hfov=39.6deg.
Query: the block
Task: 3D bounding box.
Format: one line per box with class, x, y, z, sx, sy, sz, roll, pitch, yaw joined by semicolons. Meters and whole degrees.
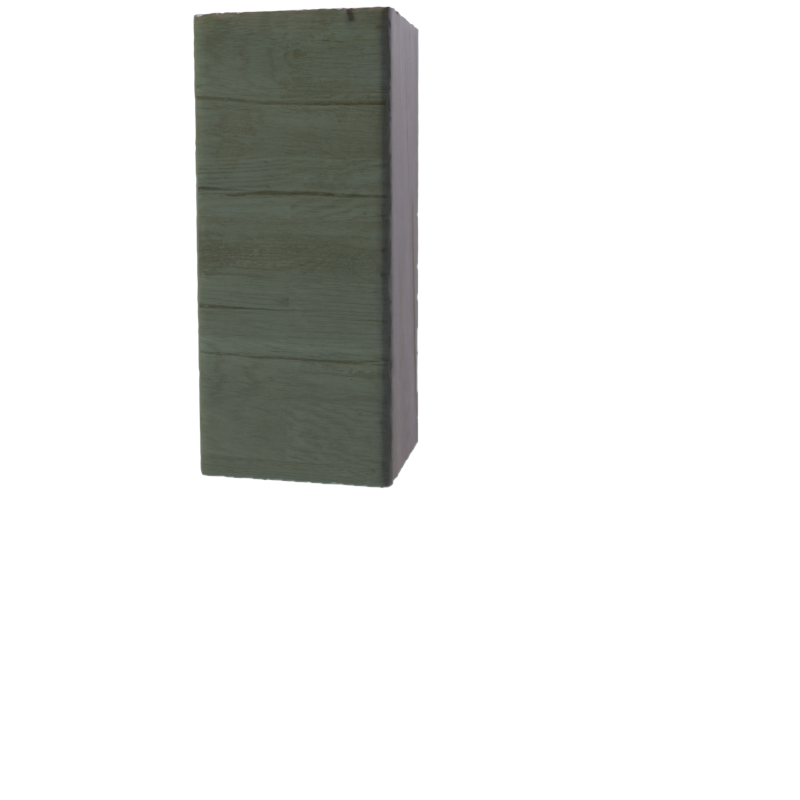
block;-0.041;-0.075;0.523;0.092;0.204;0.090;1;6;11
